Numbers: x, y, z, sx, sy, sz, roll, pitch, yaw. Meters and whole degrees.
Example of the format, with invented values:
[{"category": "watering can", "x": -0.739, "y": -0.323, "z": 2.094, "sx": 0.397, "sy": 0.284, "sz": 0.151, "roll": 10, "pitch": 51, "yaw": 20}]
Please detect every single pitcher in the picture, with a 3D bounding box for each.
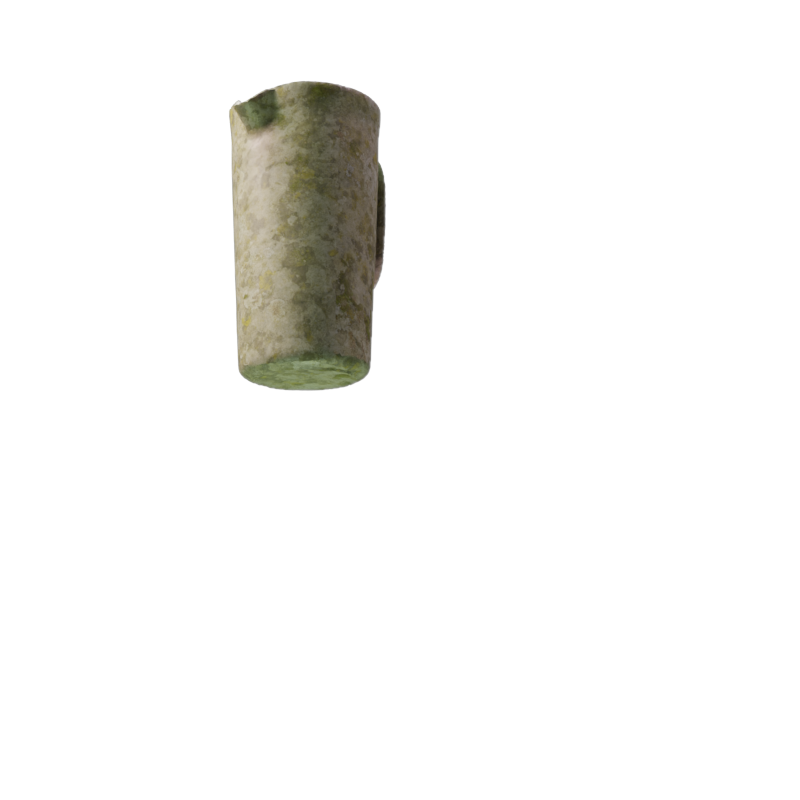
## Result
[{"category": "pitcher", "x": -0.074, "y": -0.135, "z": 0.944, "sx": 0.147, "sy": 0.253, "sz": 0.141, "roll": 2, "pitch": -16, "yaw": -9}]
